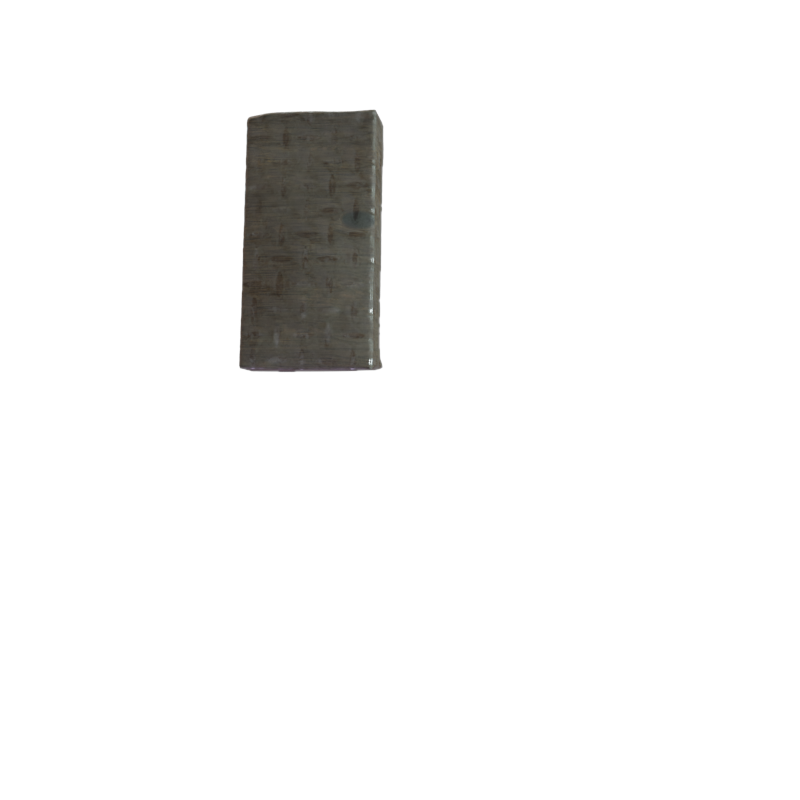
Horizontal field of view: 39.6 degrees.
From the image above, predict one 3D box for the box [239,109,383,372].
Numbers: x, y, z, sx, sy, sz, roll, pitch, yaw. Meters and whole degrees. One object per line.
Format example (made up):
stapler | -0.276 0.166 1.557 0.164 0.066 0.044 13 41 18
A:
box | -0.060 -0.108 0.757 0.094 0.179 0.047 -1 -7 10
